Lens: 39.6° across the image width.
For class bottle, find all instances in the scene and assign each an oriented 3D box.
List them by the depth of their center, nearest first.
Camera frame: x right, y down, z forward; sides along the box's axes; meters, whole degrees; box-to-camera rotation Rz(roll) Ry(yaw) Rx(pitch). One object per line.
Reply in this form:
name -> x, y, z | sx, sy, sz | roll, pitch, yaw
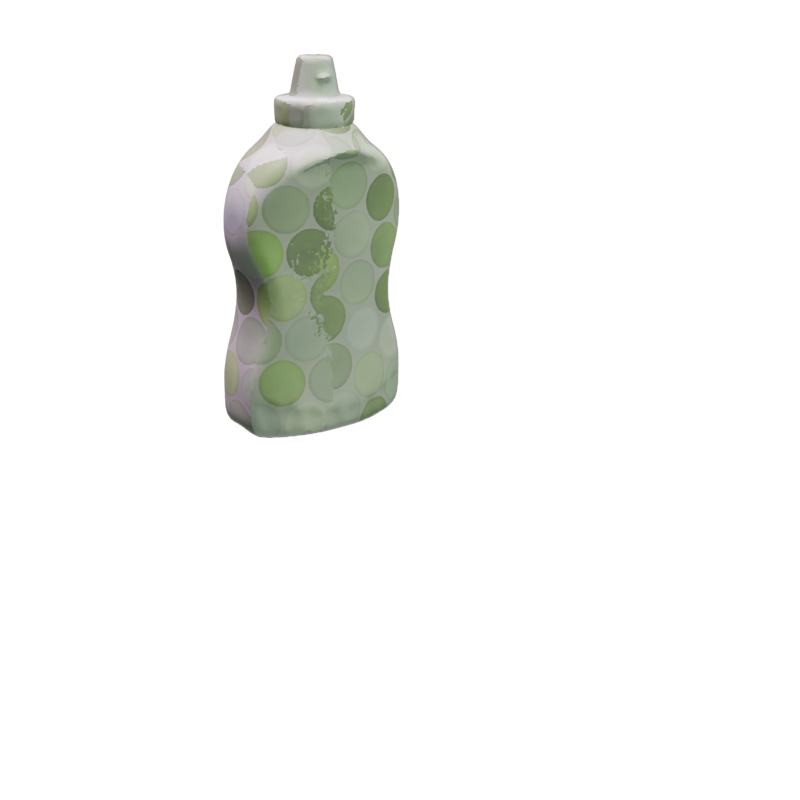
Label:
bottle -> -0.045, -0.082, 0.575 | 0.094, 0.185, 0.062 | -9, 18, -32
